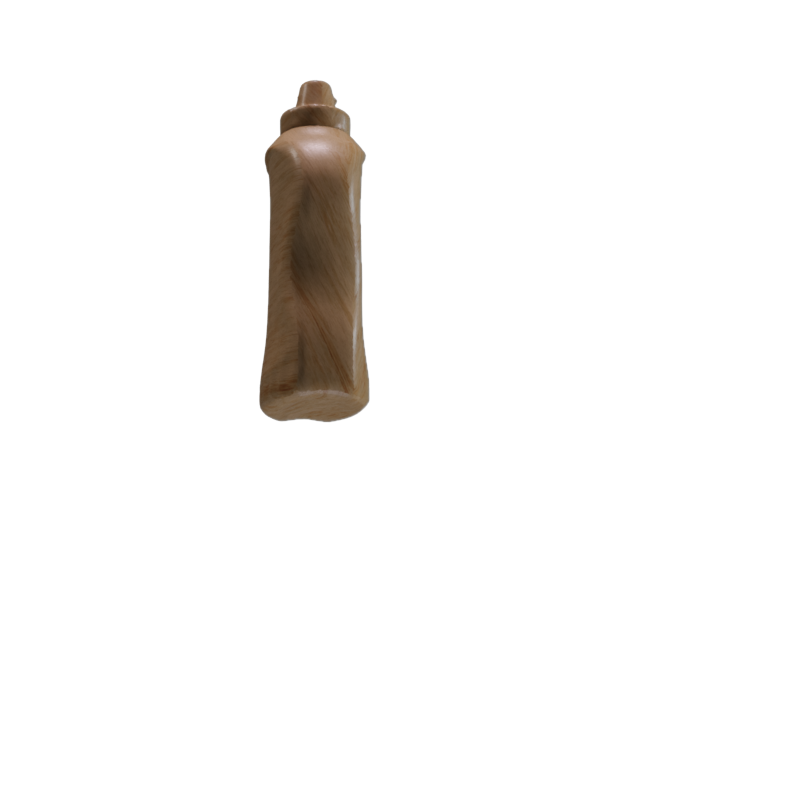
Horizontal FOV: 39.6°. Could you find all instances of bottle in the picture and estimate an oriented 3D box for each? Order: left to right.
[{"bbox_3d":[-0.048,-0.089,0.621,0.058,0.199,0.093,1,-16,-9],"label":"bottle"}]
